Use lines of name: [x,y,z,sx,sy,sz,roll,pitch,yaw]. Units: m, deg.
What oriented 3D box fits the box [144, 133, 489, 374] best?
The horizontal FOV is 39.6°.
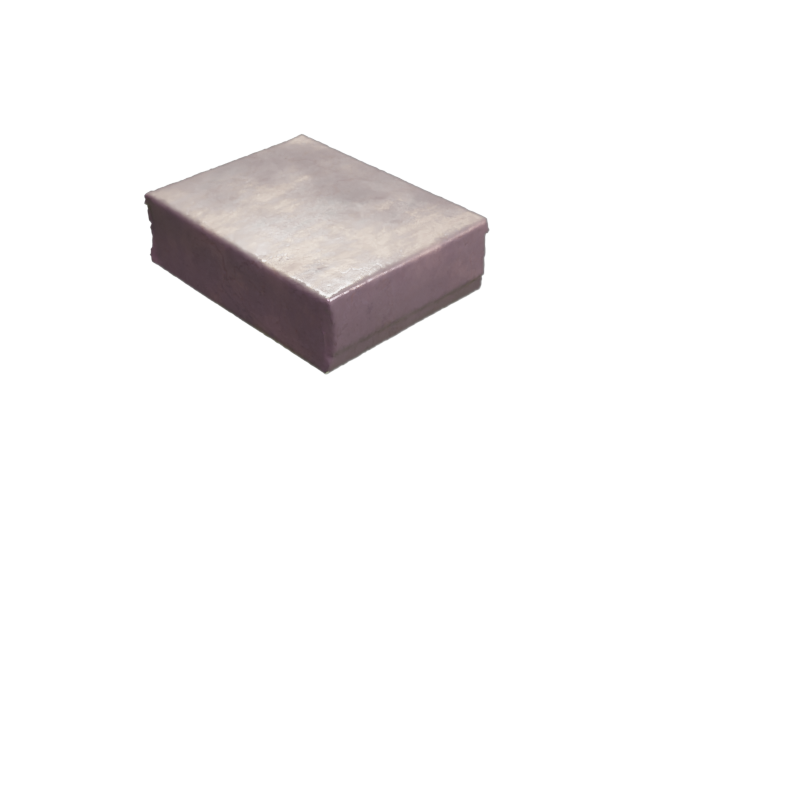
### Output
box: [-0.035,-0.065,0.453,0.089,0.037,0.121,-28,43,-36]
